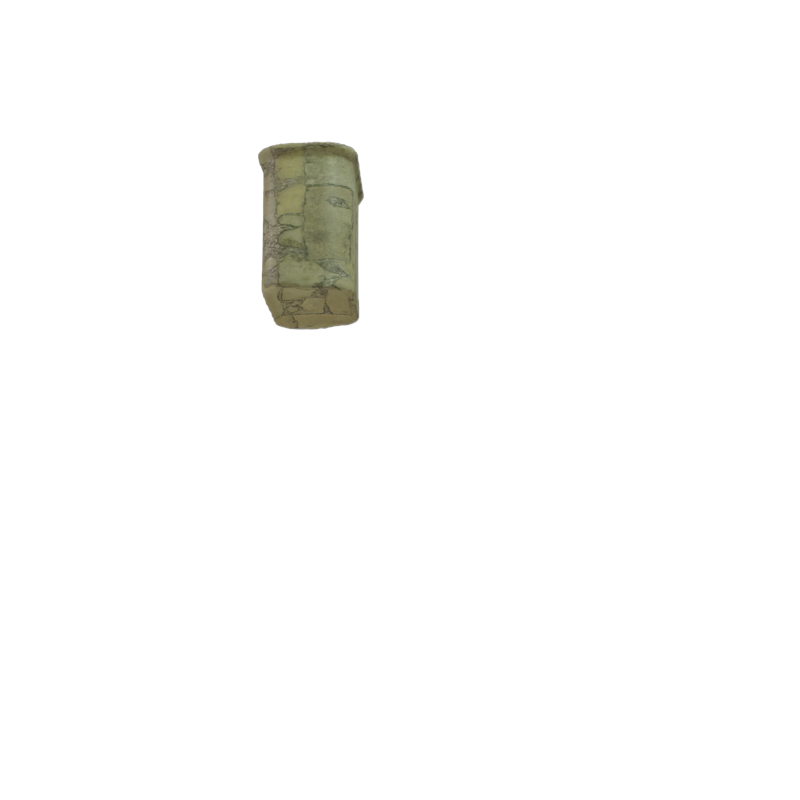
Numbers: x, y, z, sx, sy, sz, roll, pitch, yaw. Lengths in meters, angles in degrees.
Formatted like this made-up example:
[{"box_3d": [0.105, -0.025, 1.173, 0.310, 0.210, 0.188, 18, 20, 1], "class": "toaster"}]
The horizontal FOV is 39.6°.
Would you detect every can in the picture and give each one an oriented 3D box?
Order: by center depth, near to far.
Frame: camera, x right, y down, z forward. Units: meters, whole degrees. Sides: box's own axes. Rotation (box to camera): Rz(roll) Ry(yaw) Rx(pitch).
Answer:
[{"box_3d": [-0.051, -0.093, 0.650, 0.058, 0.087, 0.098, -1, -13, 2], "class": "can"}]
